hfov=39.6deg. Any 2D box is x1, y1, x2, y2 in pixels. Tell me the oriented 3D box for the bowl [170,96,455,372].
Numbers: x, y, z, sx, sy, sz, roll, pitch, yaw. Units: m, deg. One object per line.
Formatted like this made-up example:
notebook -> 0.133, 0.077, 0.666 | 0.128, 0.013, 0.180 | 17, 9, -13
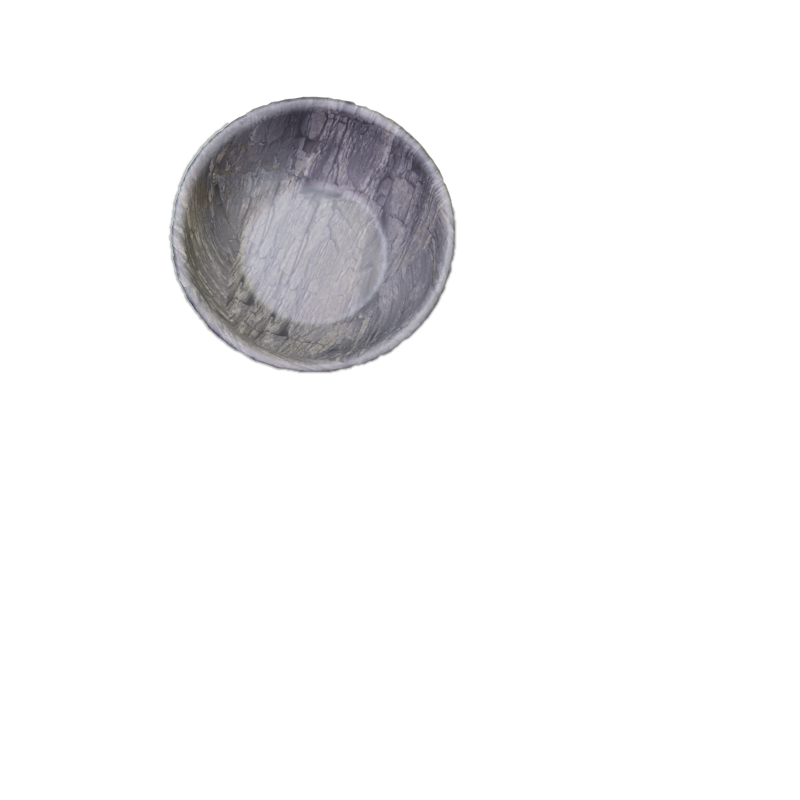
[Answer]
bowl -> -0.051, -0.093, 0.650 | 0.162, 0.168, 0.053 | 0, -14, -1
